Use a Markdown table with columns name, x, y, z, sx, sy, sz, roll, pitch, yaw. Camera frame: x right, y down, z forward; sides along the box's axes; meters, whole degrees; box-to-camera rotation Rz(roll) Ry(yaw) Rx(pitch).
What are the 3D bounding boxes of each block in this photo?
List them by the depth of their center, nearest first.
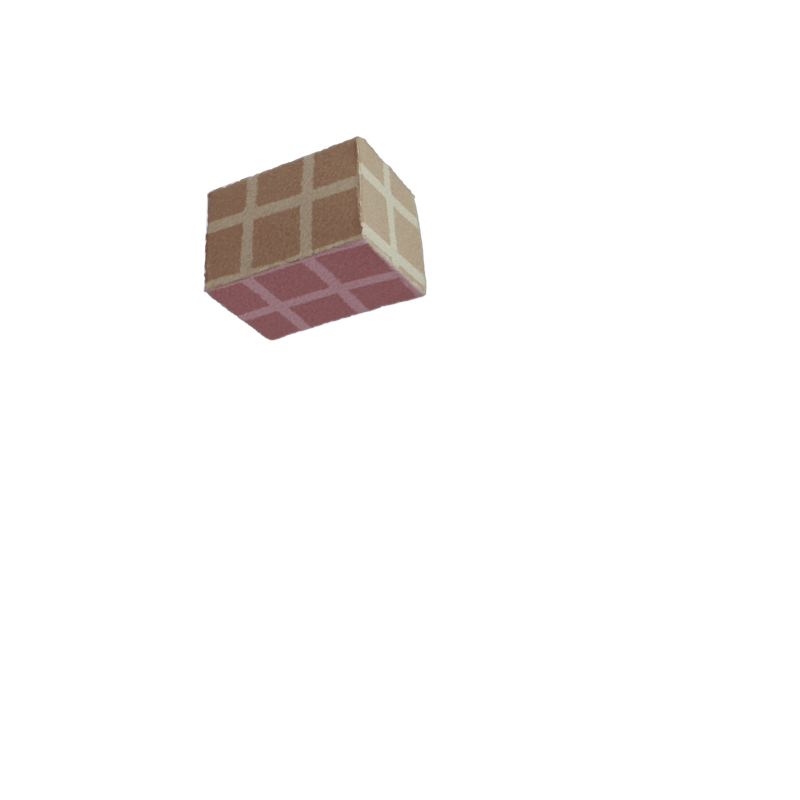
| name | x | y | z | sx | sy | sz | roll | pitch | yaw |
| --- | --- | --- | --- | --- | --- | --- | --- | --- | --- |
| block | -0.036 | -0.066 | 0.462 | 0.079 | 0.054 | 0.049 | -15 | -31 | 24 |
